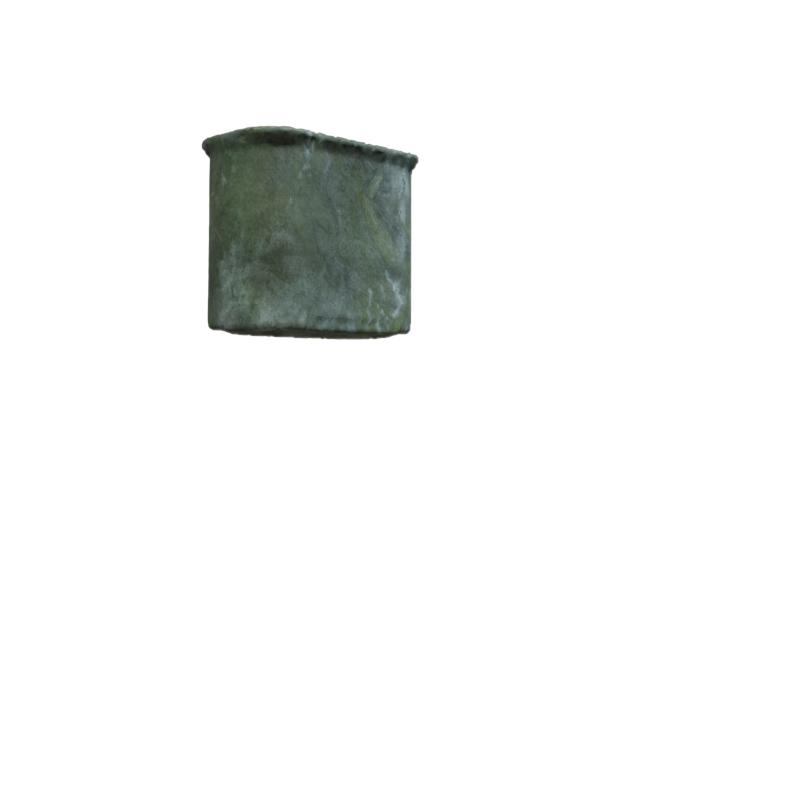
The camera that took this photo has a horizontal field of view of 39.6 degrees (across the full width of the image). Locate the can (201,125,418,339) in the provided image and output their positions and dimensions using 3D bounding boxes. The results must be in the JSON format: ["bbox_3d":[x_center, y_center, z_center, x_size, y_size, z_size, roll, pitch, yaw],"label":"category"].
[{"bbox_3d":[-0.039,-0.071,0.494,0.059,0.085,0.097,-5,-5,44],"label":"can"}]
